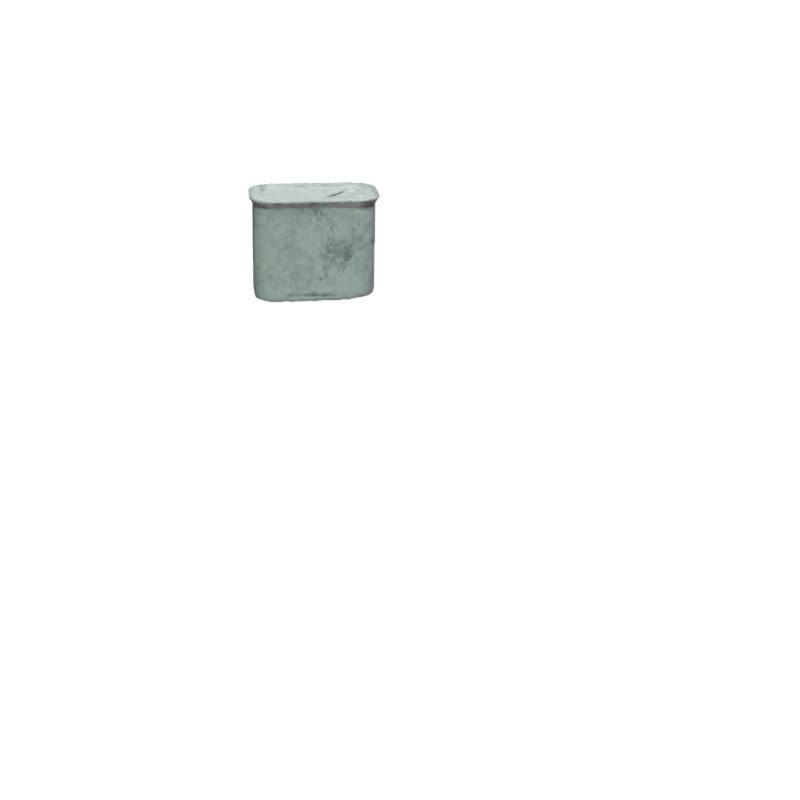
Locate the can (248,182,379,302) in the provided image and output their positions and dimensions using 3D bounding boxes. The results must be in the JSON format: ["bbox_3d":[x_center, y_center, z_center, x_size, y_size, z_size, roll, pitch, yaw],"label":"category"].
[{"bbox_3d":[-0.069,-0.126,0.883,0.101,0.080,0.060,-2,19,-6],"label":"can"}]
